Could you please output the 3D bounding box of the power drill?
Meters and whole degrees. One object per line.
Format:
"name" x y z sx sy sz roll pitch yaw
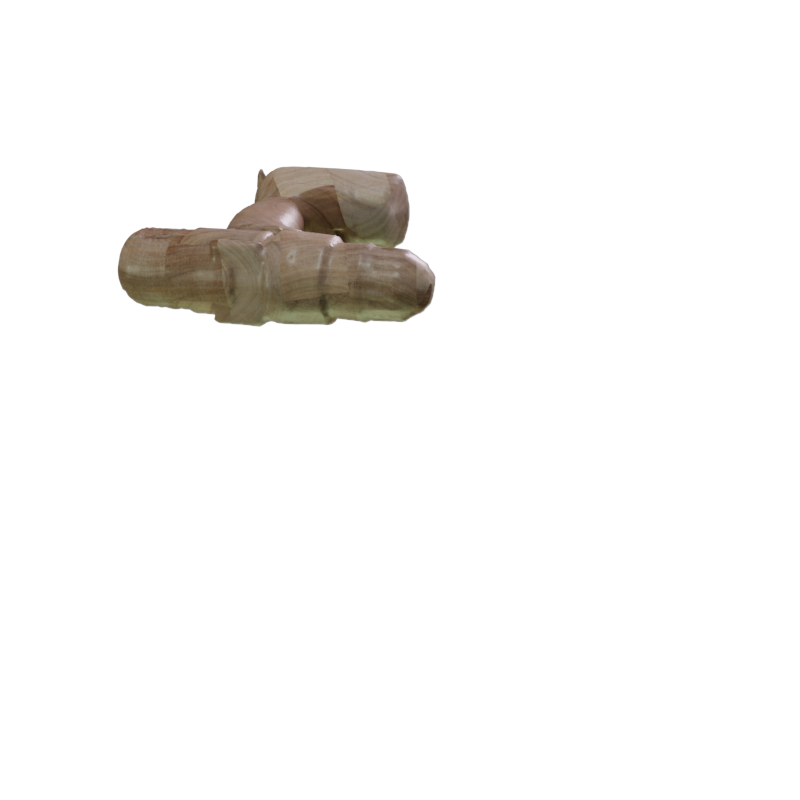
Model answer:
"power drill" -0.053 -0.097 0.680 0.189 0.055 0.191 7 23 16
